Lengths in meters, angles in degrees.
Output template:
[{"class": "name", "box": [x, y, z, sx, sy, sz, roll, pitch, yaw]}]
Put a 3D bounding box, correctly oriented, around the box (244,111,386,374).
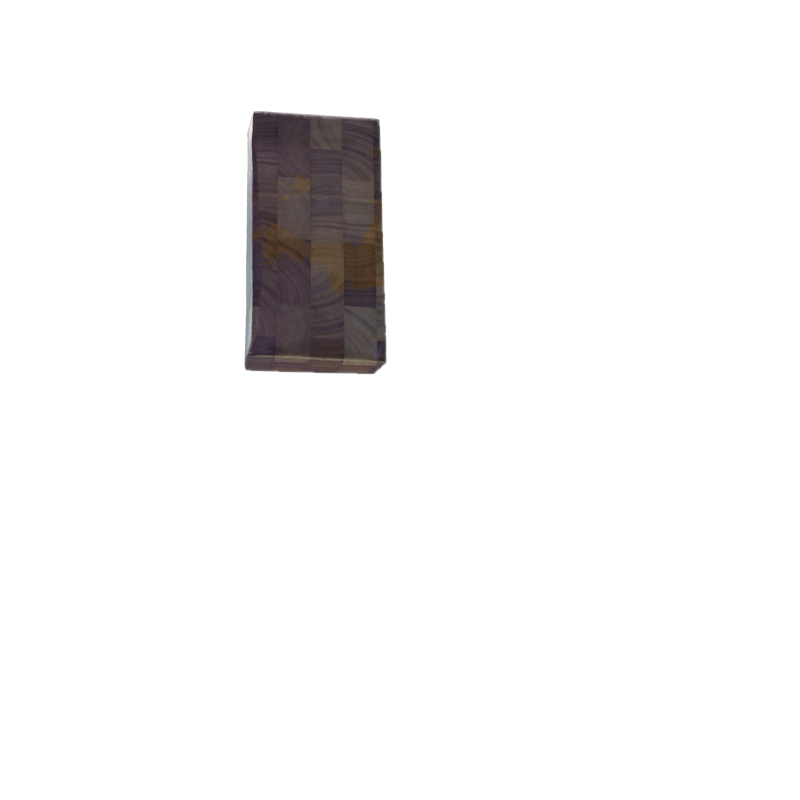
[{"class": "box", "box": [-0.060, -0.109, 0.764, 0.092, 0.184, 0.046, 2, -19, -10]}]
